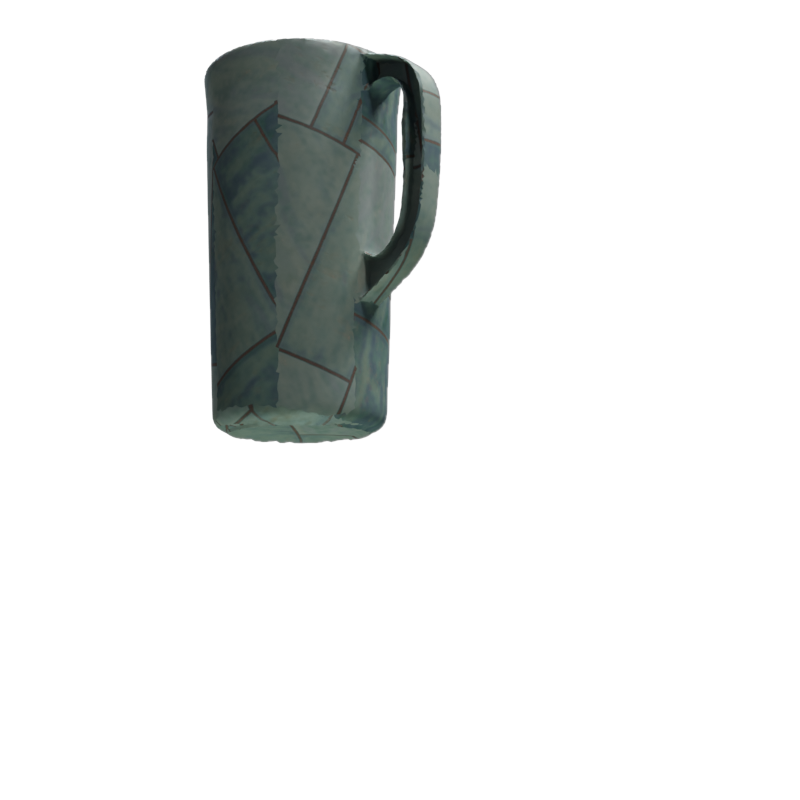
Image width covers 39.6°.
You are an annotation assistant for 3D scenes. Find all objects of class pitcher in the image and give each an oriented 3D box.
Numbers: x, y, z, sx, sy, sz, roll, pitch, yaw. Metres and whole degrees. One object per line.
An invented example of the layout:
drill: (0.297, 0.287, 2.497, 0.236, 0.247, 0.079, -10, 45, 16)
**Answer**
pitcher: (-0.055, -0.101, 0.708, 0.144, 0.252, 0.145, 1, -15, -8)
